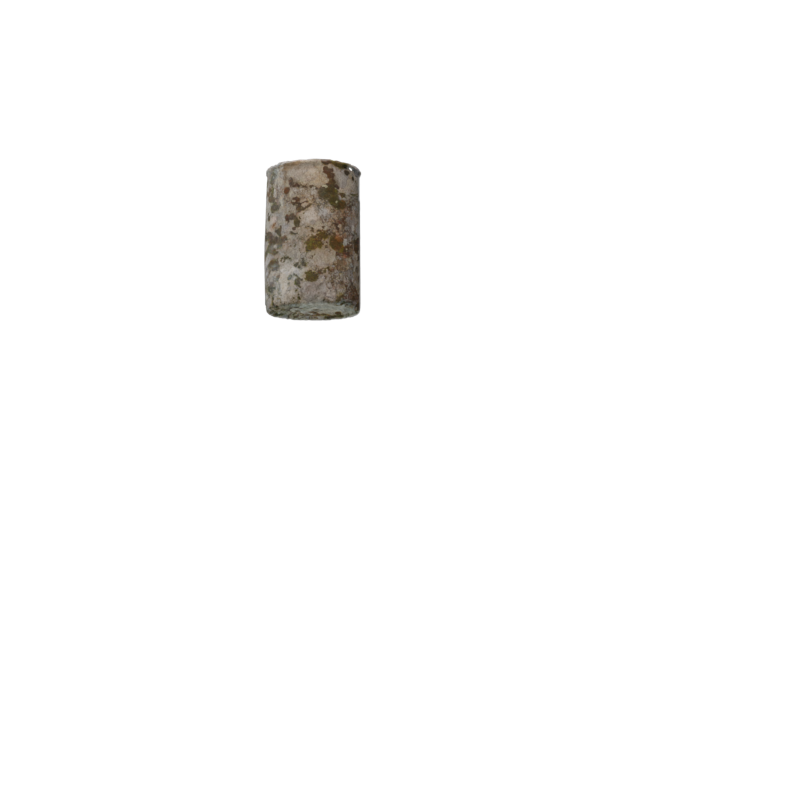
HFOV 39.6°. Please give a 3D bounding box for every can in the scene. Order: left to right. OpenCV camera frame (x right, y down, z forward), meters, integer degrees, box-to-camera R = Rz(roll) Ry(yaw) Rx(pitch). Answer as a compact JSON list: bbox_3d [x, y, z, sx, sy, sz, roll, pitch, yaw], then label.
[{"bbox_3d":[-0.061,-0.111,0.780,0.068,0.105,0.067,0,-11,-2],"label":"can"}]
